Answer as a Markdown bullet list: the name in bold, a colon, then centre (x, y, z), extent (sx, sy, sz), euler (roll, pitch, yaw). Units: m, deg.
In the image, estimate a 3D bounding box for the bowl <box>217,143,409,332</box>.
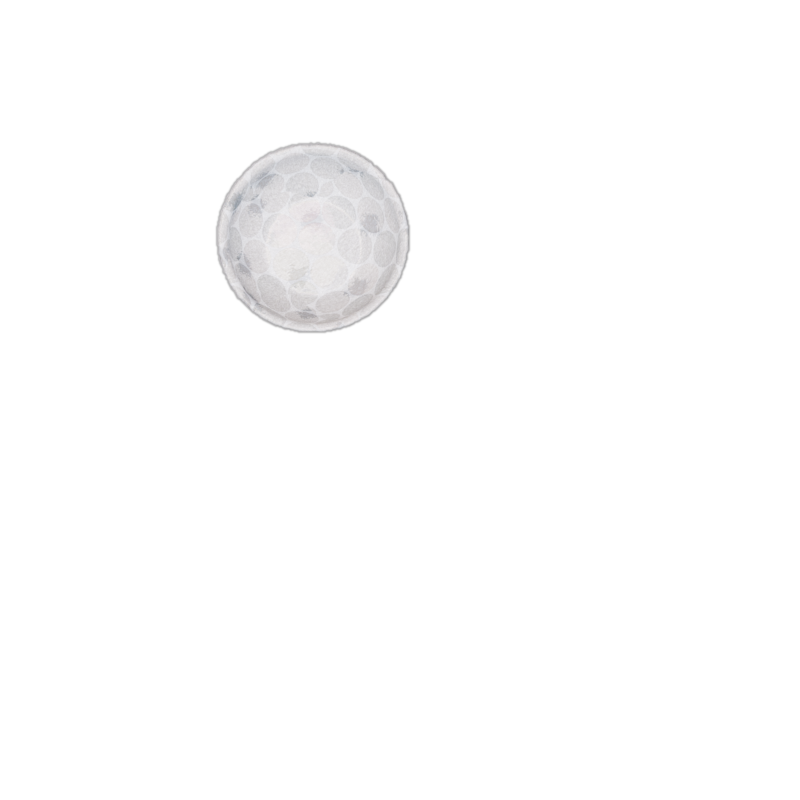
- **bowl**: centre (-0.075, -0.136, 0.954), extent (0.162, 0.166, 0.054), euler (0, -8, 0)
